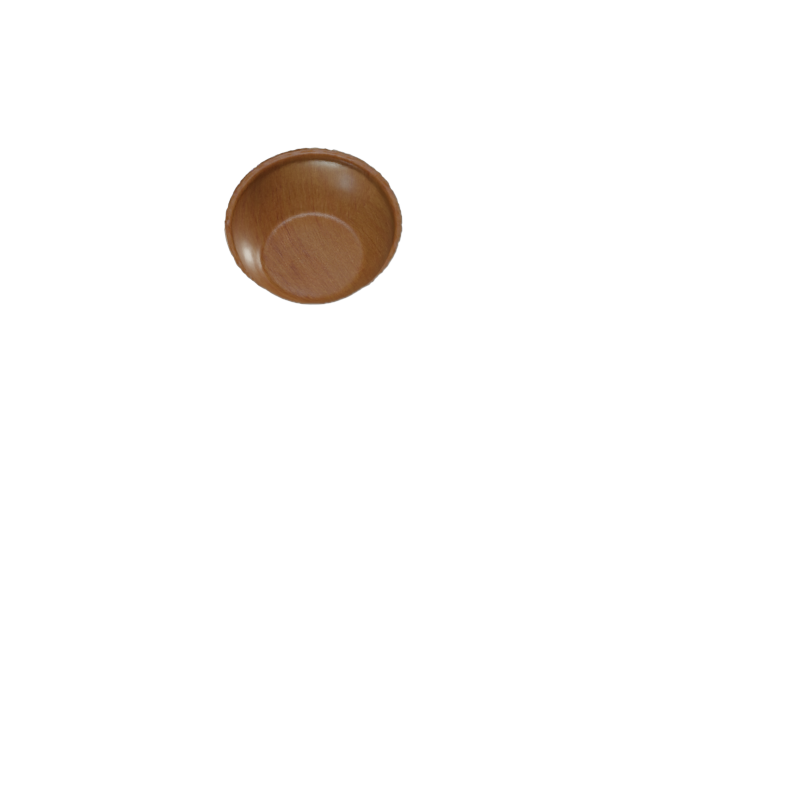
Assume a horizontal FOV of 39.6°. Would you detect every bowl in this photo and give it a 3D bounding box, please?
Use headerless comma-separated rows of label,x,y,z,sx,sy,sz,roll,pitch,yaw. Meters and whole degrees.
bowl,-0.077,-0.141,0.986,0.162,0.152,0.059,1,34,-1
